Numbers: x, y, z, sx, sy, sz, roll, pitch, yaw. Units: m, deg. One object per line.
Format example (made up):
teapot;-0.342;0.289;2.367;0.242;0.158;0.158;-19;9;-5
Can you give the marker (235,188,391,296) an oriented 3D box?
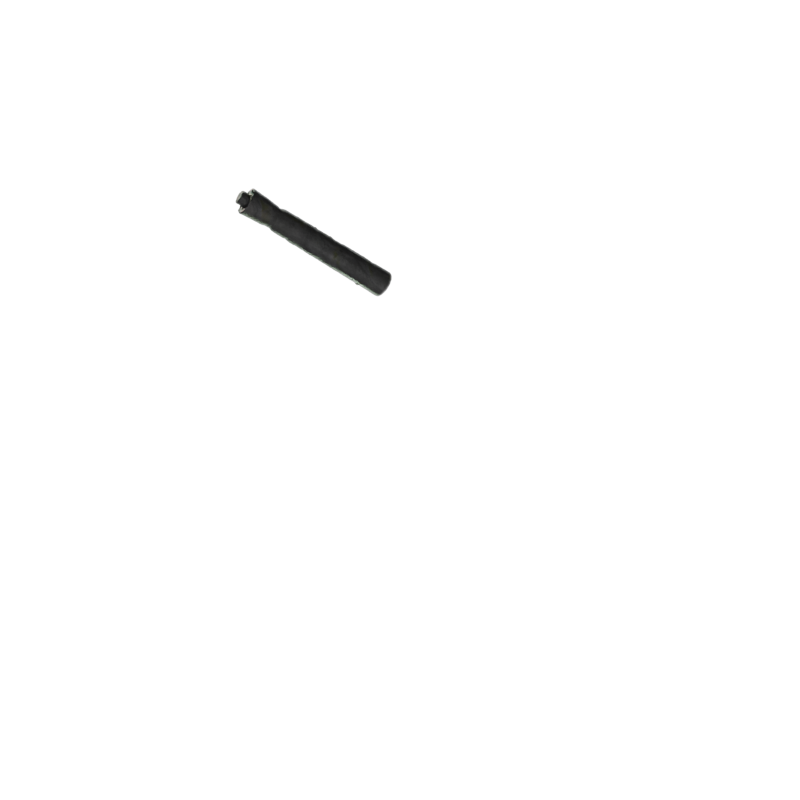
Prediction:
marker;-0.058;-0.106;0.745;0.116;0.020;0.020;30;-8;-20
